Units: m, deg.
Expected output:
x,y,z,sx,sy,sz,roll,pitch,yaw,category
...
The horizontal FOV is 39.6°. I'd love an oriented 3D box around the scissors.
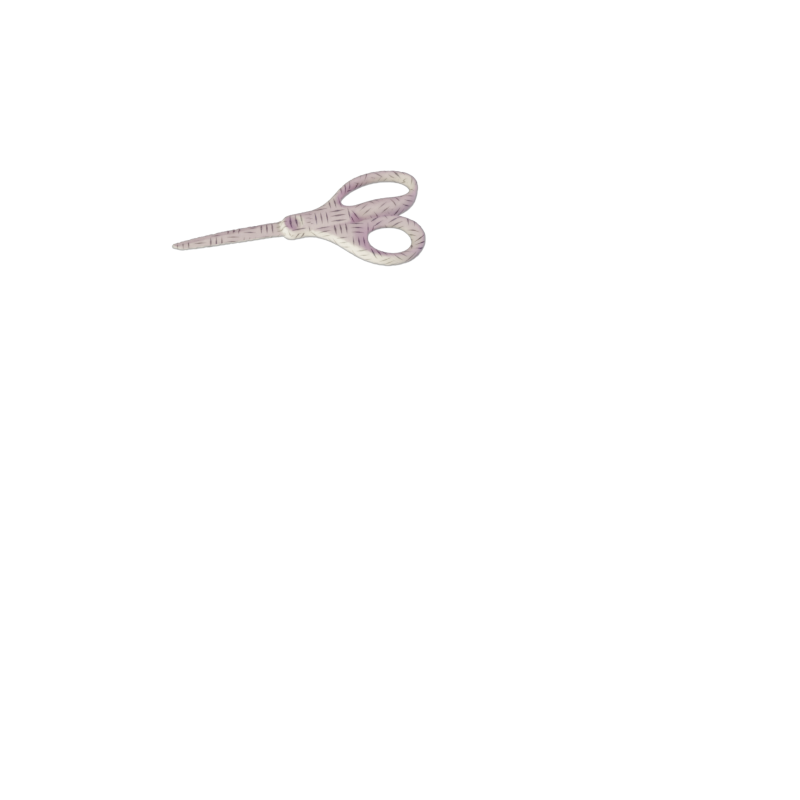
x,y,z,sx,sy,sz,roll,pitch,yaw,category
-0.068,-0.124,0.869,0.201,0.103,0.015,-25,-30,-16,scissors
